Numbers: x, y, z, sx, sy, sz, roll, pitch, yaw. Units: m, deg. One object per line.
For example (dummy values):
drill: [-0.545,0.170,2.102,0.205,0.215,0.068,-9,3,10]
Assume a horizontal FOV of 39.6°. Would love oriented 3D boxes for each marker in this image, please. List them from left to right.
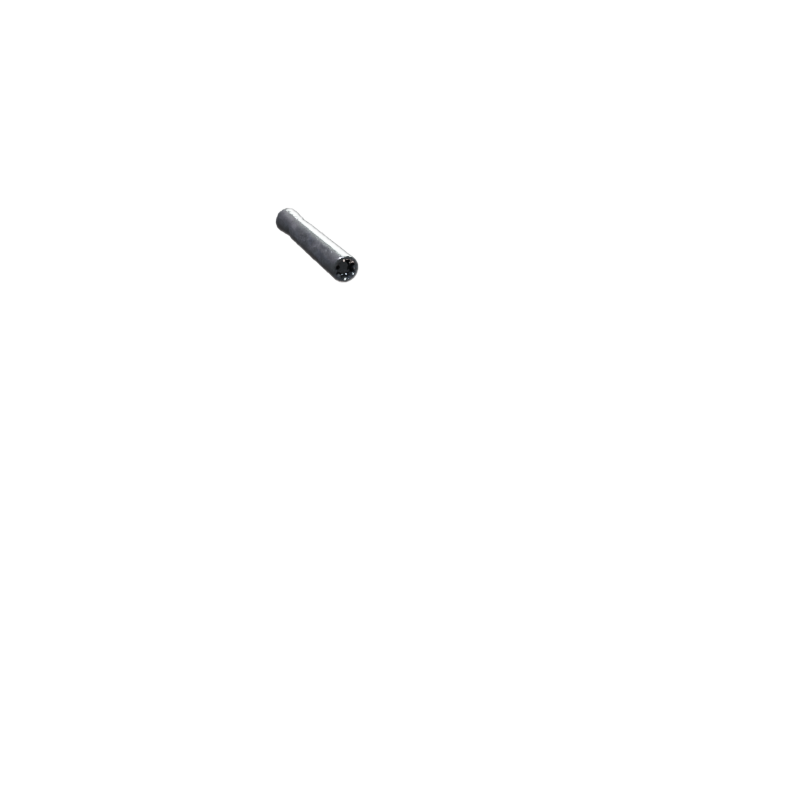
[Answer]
marker: [-0.061,-0.111,0.776,0.019,0.019,0.129,-2,24,-24]
